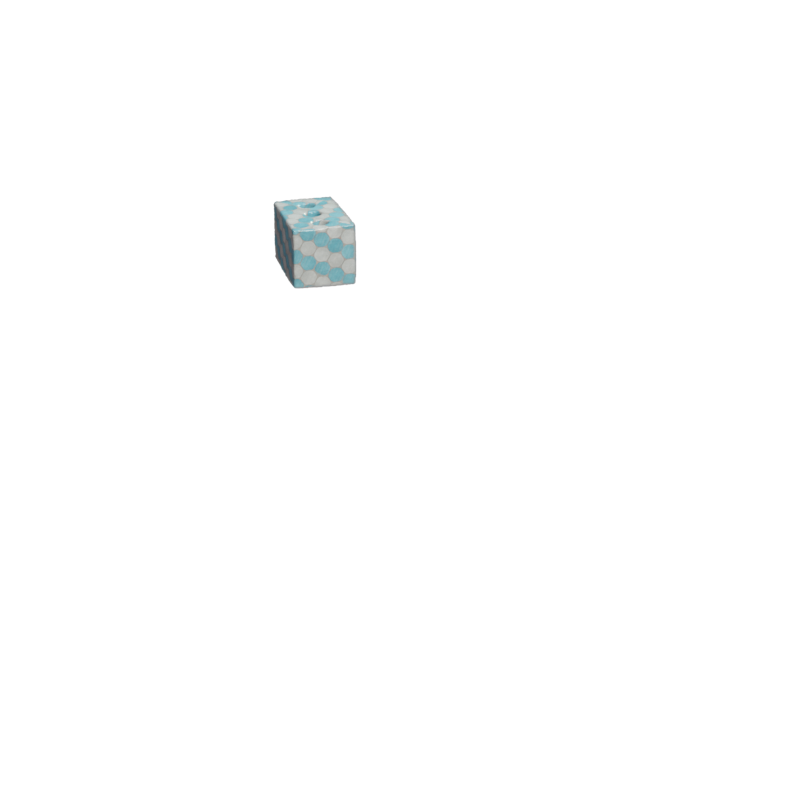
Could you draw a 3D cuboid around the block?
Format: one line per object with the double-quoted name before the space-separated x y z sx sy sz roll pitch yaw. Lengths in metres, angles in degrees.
"block" -0.072 -0.131 0.918 0.052 0.049 0.083 -7 27 -16
